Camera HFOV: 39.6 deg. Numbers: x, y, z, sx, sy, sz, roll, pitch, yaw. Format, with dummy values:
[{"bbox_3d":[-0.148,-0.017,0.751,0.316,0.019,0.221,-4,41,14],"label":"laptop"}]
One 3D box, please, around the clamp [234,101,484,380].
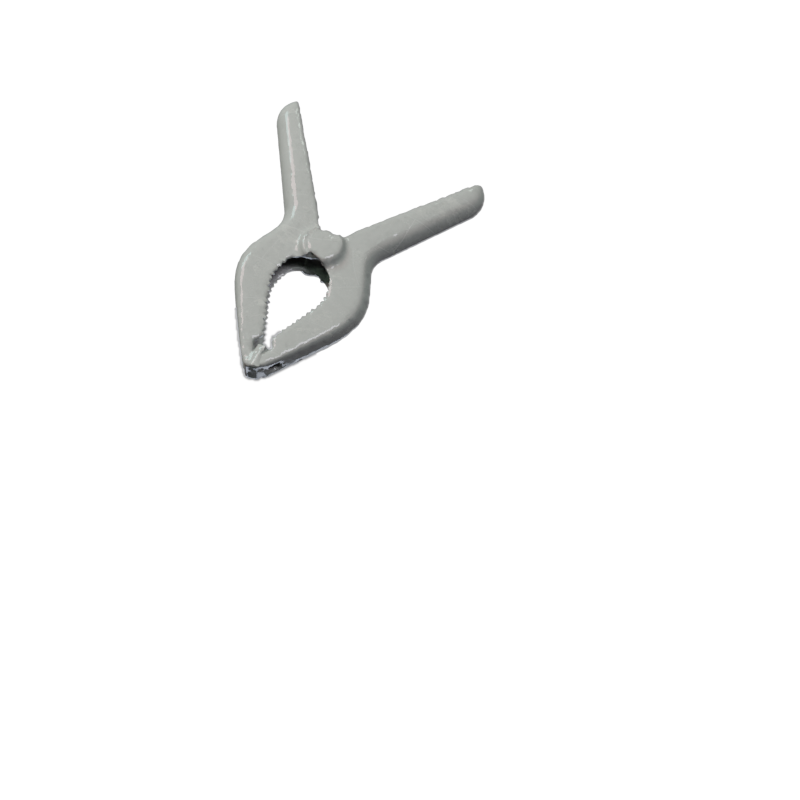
[{"bbox_3d":[-0.061,-0.111,0.778,0.170,0.215,0.034,31,-23,14],"label":"clamp"}]
